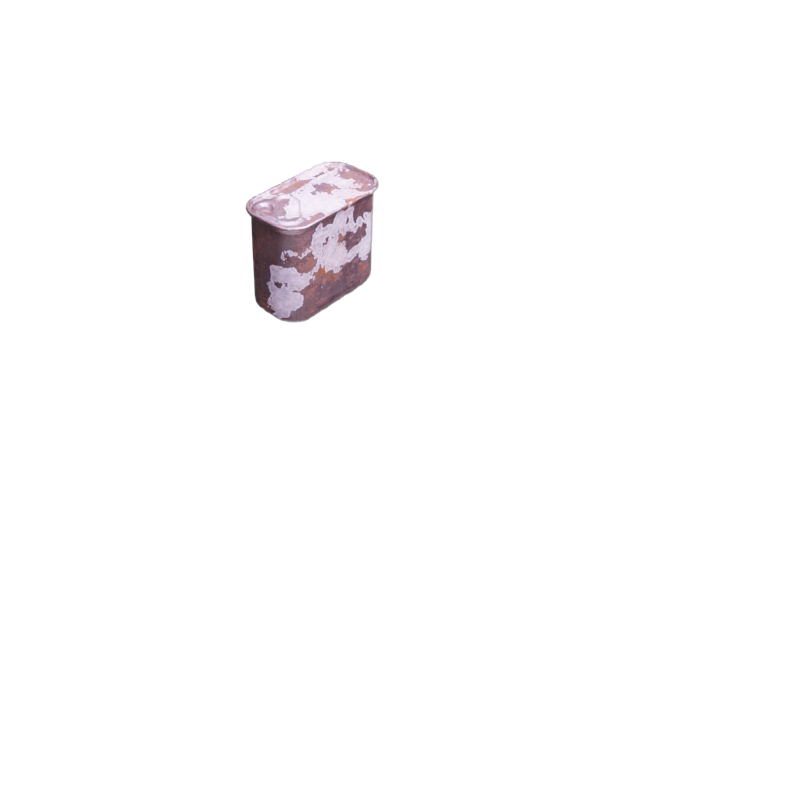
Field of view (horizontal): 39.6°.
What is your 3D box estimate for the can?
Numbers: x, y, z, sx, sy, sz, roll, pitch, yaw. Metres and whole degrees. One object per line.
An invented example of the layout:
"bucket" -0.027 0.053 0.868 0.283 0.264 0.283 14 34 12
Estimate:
"can" -0.064 -0.117 0.822 0.061 0.078 0.102 27 44 31
